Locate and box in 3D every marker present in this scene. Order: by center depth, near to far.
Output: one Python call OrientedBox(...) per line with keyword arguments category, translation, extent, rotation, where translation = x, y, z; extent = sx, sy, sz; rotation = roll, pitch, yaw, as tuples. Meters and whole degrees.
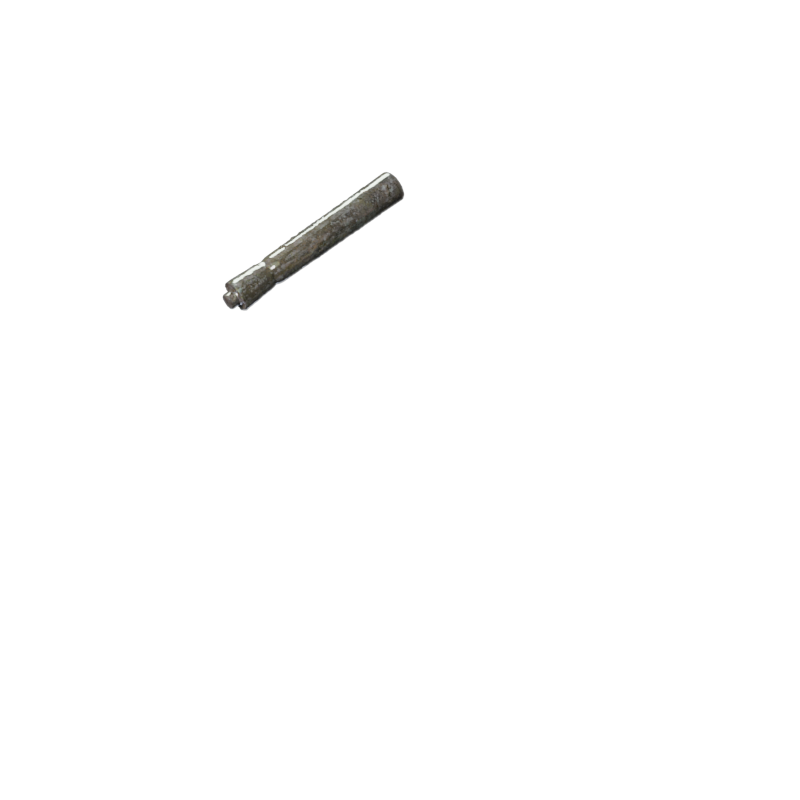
OrientedBox(category="marker", translation=(-0.048, -0.088, 0.615), extent=(0.122, 0.019, 0.020), rotation=(-38, 20, -21))
